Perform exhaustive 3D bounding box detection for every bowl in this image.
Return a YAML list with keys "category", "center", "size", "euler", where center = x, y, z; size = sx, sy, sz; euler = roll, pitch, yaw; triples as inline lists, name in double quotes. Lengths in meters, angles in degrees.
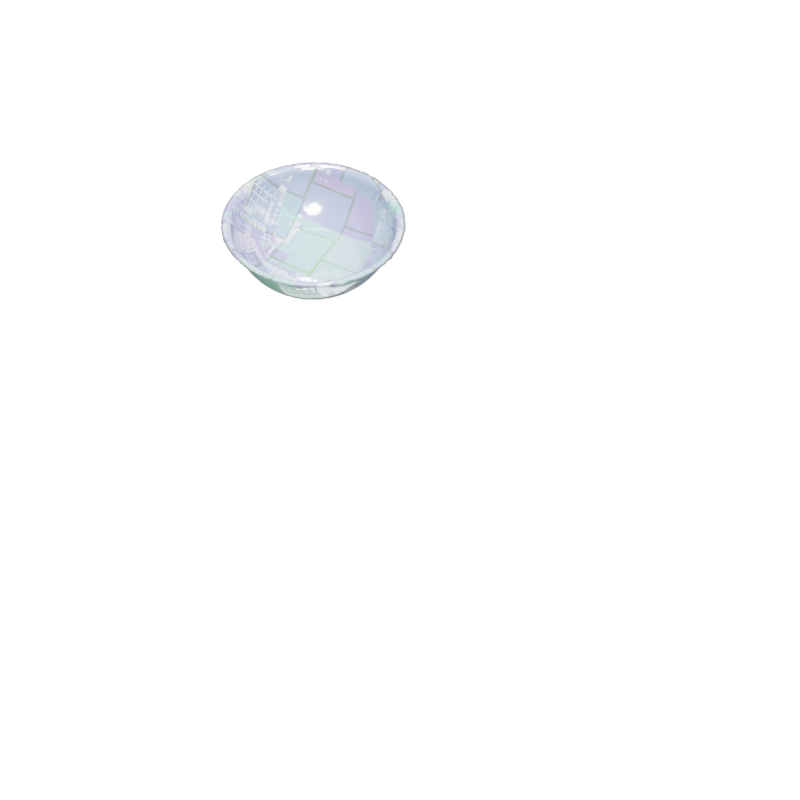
- category: "bowl"
  center: [-0.077, -0.141, 0.987]
  size: [0.162, 0.174, 0.051]
  euler: [-1, -43, -1]
